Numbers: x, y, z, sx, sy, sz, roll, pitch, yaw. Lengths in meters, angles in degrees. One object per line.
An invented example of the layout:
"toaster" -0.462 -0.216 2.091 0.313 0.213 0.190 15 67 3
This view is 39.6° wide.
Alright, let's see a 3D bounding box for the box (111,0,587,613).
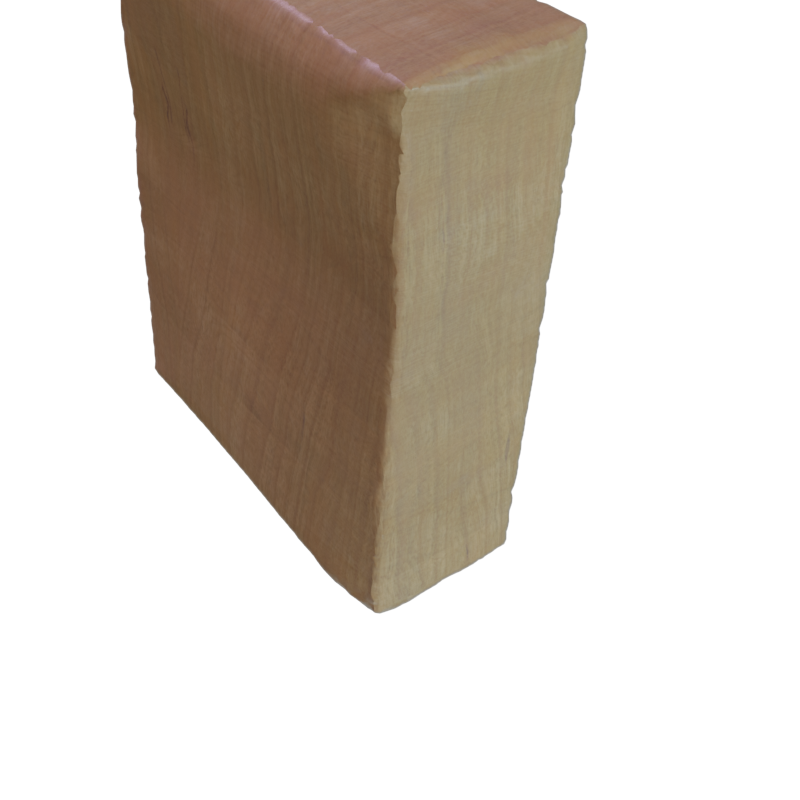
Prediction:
"box" -0.031 -0.056 0.392 0.071 0.200 0.177 -23 46 -28
